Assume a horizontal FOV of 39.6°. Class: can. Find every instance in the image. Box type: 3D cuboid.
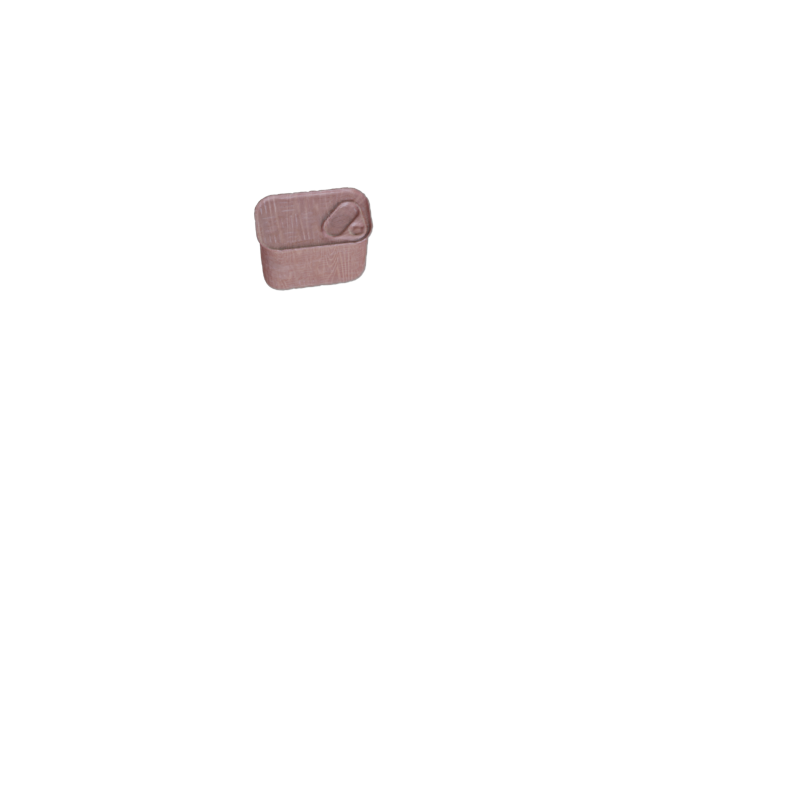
[{"bbox_3d":[-0.078,-0.142,0.997,0.101,0.061,0.079,-6,-24,-5],"label":"can"}]
